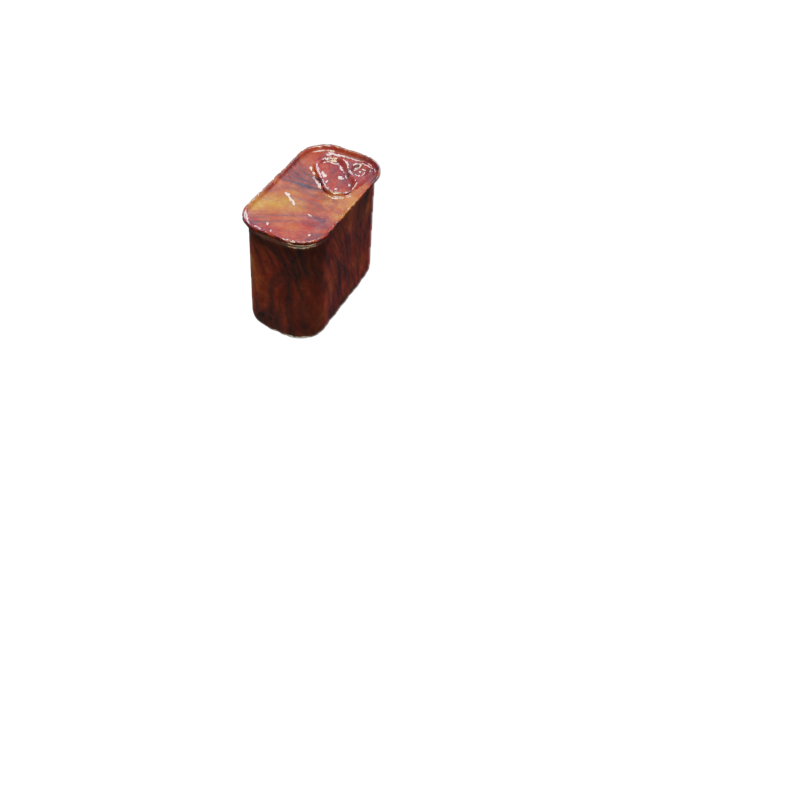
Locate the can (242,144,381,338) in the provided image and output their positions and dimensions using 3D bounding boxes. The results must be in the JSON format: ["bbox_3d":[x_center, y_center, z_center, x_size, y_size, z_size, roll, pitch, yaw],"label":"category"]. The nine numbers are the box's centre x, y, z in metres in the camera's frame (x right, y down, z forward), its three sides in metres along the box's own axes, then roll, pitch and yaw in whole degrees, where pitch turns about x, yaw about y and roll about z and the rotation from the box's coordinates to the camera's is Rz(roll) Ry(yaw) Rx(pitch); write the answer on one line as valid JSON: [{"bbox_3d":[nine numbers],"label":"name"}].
[{"bbox_3d":[-0.056,-0.102,0.717,0.060,0.078,0.105,20,47,18],"label":"can"}]
